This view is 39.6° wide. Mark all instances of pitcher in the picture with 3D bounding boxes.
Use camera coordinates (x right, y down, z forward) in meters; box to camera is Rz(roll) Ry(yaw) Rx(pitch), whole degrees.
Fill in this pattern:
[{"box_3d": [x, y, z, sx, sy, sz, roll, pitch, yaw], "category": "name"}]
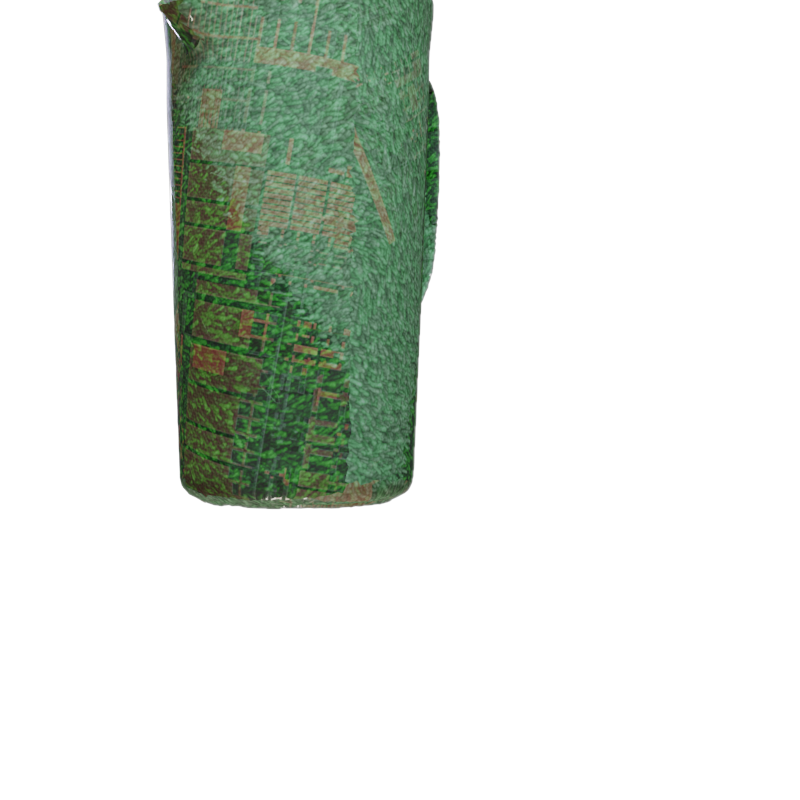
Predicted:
[{"box_3d": [-0.042, -0.077, 0.536, 0.148, 0.247, 0.144, 0, -6, -7], "category": "pitcher"}]
